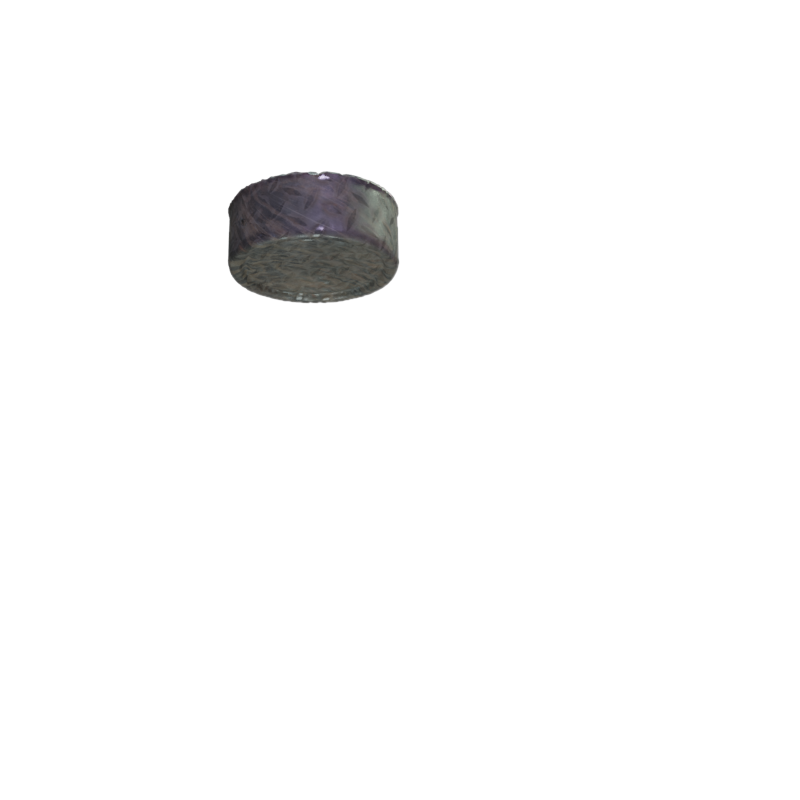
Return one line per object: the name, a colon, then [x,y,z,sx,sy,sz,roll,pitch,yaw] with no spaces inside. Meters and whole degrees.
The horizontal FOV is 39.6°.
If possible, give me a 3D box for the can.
can: [-0.043,-0.079,0.552,0.086,0.035,0.082,0,-20,-2]
